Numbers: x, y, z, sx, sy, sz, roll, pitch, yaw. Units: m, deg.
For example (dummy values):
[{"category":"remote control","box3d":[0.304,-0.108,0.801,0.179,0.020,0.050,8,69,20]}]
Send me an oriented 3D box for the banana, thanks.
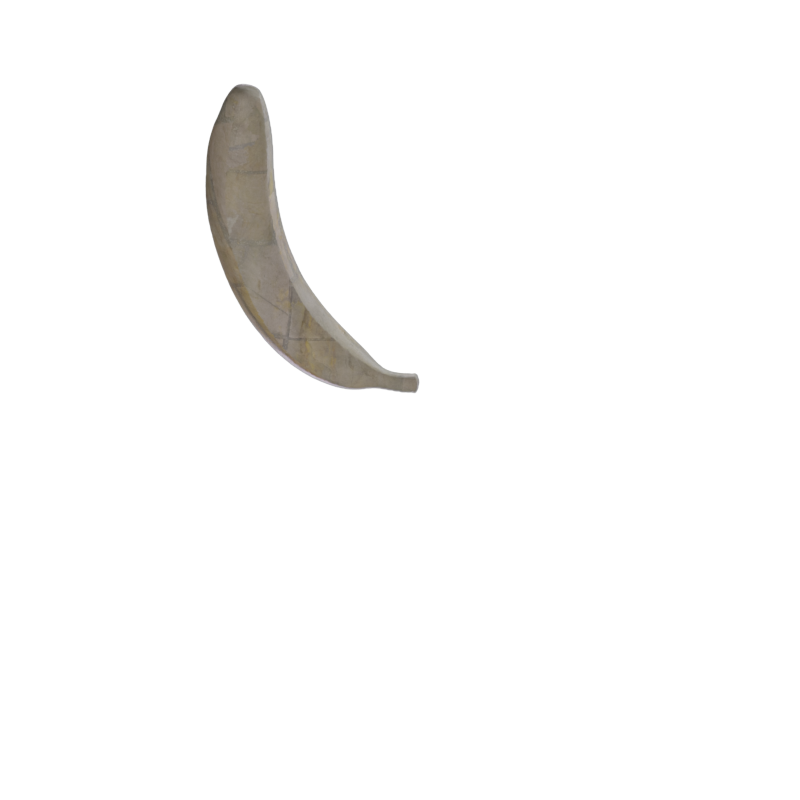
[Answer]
[{"category":"banana","box3d":[-0.061,-0.074,0.593,0.070,0.186,0.039,-25,26,12]}]
